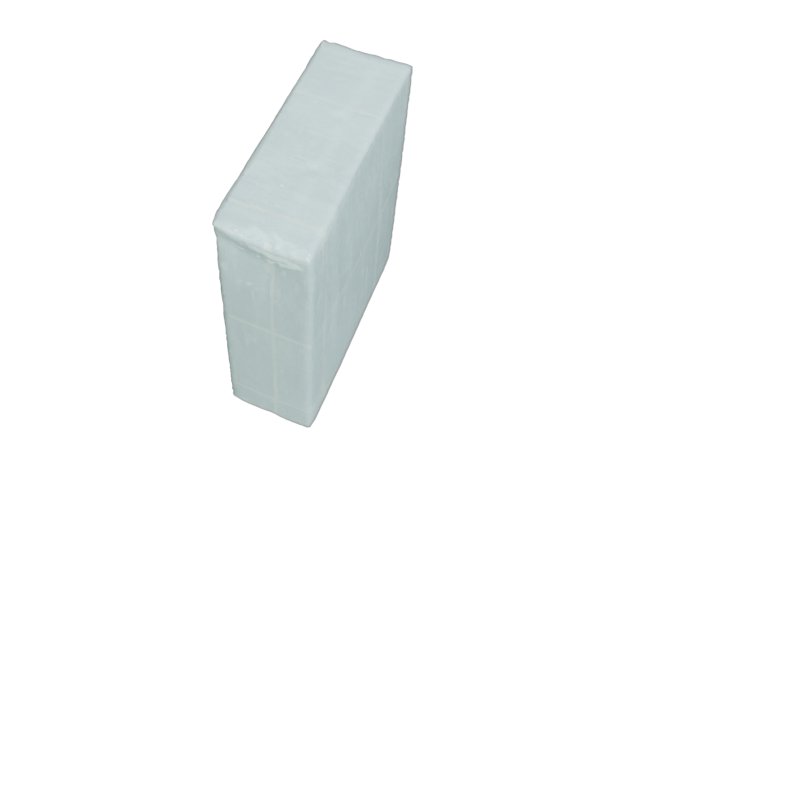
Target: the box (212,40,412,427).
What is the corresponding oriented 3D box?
[{"bbox_3d":[-0.058,-0.106,0.742,0.073,0.171,0.201,19,-30,7],"label":"box"}]
